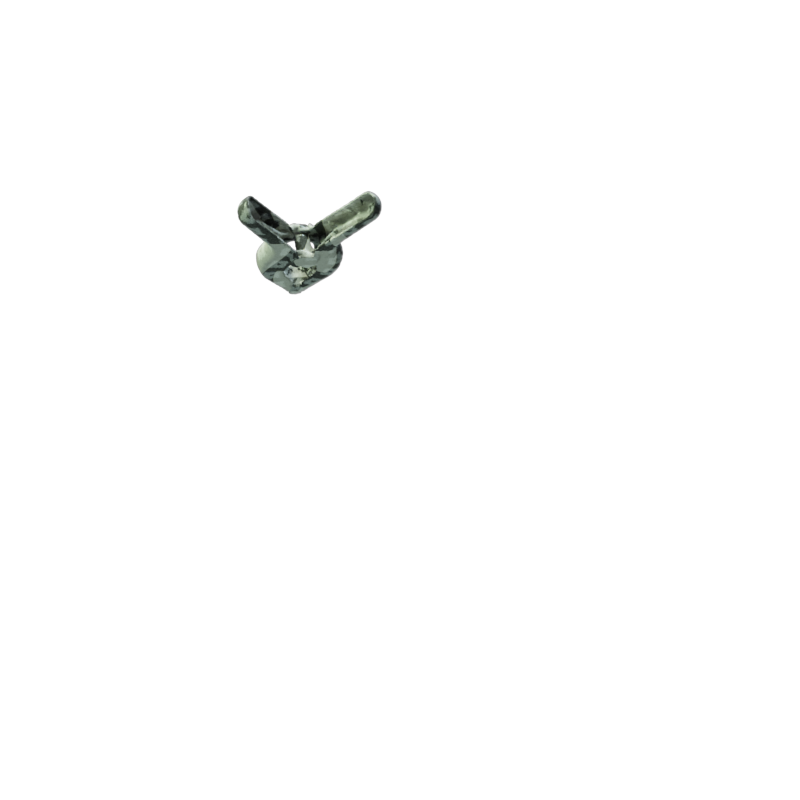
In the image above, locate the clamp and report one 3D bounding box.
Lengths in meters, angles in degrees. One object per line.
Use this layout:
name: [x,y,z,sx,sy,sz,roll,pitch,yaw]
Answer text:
clamp: [-0.077,-0.141,0.987,0.120,0.041,0.164,0,-16,0]
